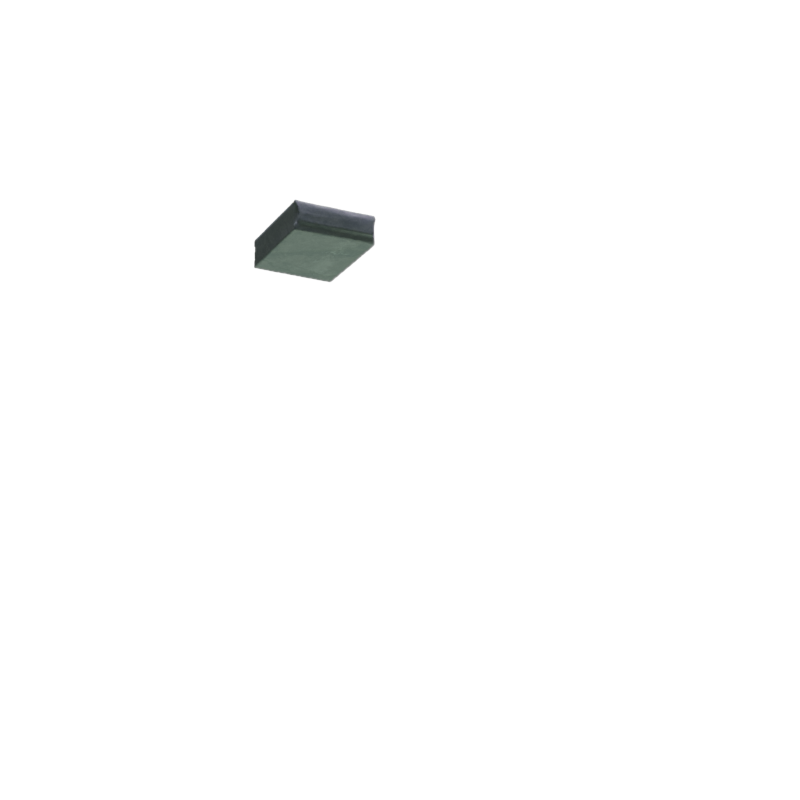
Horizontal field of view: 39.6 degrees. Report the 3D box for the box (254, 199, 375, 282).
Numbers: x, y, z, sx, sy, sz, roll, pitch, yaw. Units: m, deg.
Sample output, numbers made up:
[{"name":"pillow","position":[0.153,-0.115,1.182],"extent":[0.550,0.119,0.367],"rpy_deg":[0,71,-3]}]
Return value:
[{"name":"box","position":[-0.072,-0.132,0.922],"extent":[0.070,0.032,0.088],"rpy_deg":[9,-21,-25]}]
